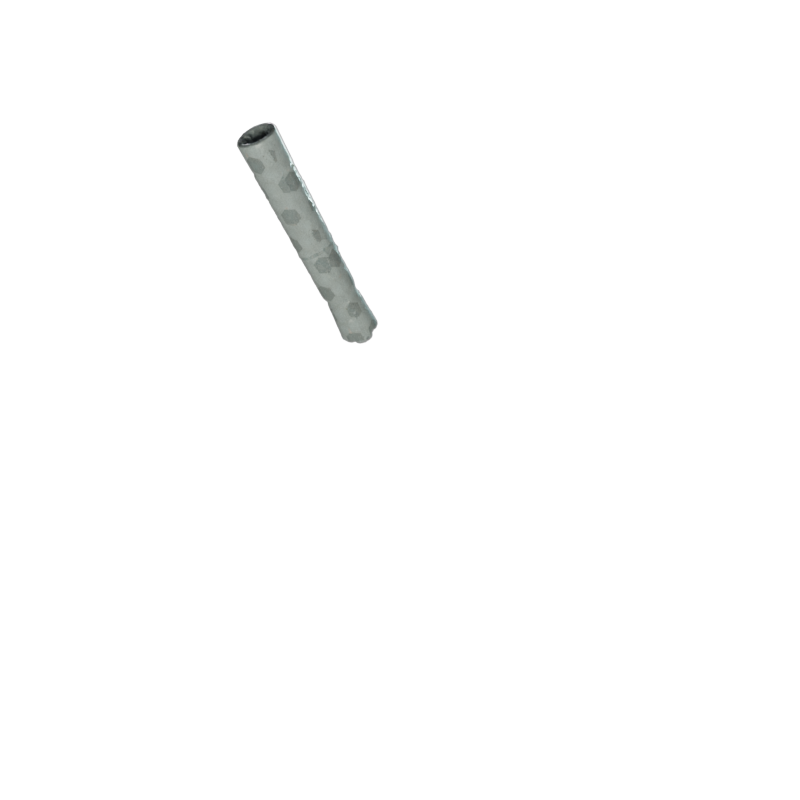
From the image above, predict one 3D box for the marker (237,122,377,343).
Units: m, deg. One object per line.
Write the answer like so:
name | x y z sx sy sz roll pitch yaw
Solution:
marker | -0.040 -0.072 0.505 0.020 0.112 0.021 -20 34 13
